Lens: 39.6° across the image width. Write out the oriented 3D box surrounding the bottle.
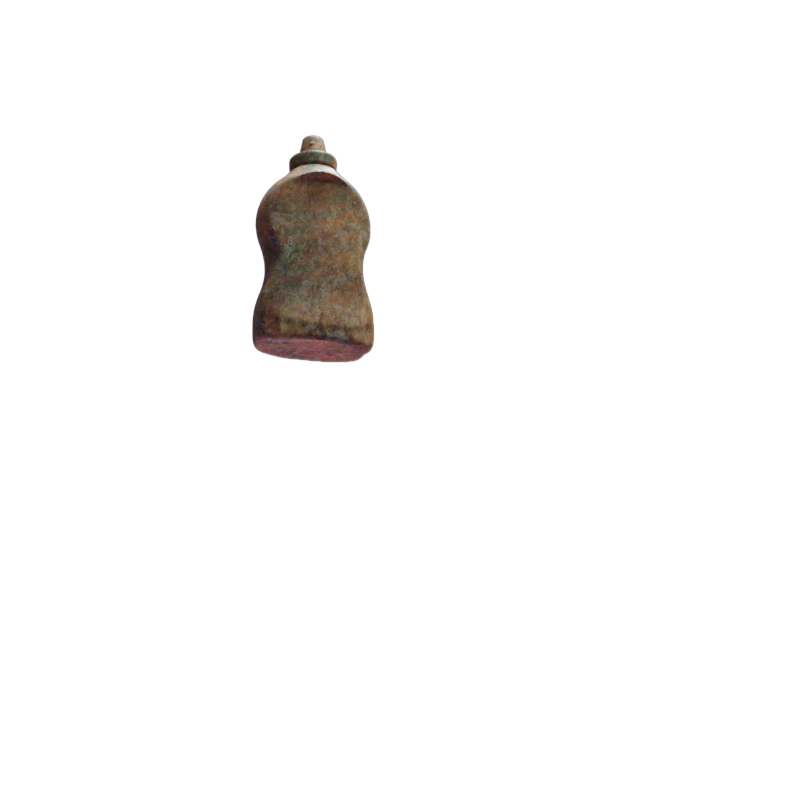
[{"bbox_3d":[-0.072,-0.131,0.917,0.094,0.201,0.057,5,-22,-17],"label":"bottle"}]
